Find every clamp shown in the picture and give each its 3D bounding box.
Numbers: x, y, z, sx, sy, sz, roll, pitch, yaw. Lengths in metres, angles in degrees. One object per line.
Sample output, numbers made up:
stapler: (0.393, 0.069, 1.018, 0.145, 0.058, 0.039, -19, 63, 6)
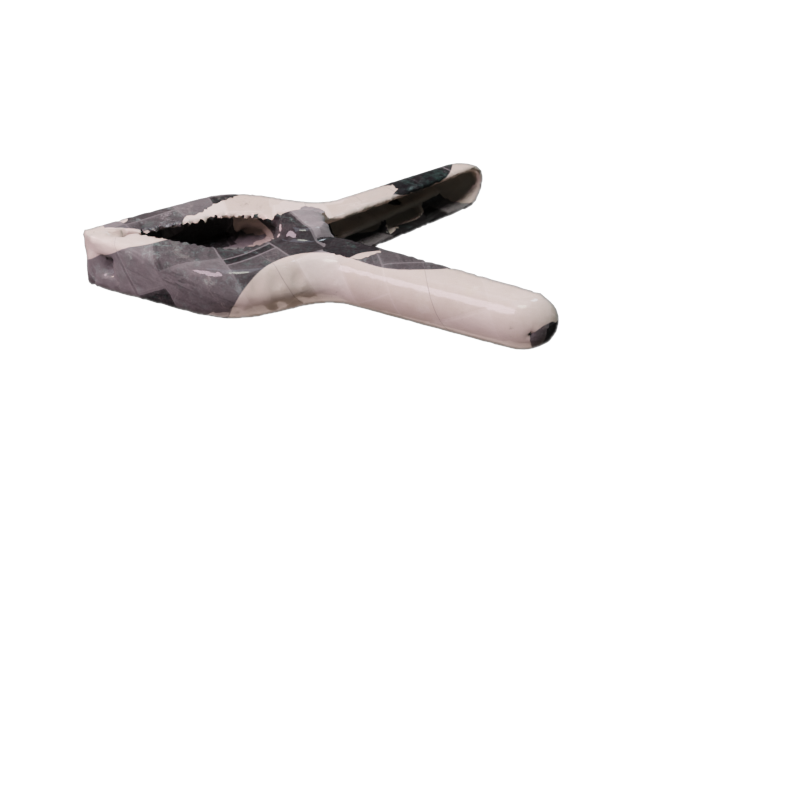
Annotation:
clamp: (-0.041, -0.076, 0.530, 0.210, 0.034, 0.174, 1, 31, 1)
